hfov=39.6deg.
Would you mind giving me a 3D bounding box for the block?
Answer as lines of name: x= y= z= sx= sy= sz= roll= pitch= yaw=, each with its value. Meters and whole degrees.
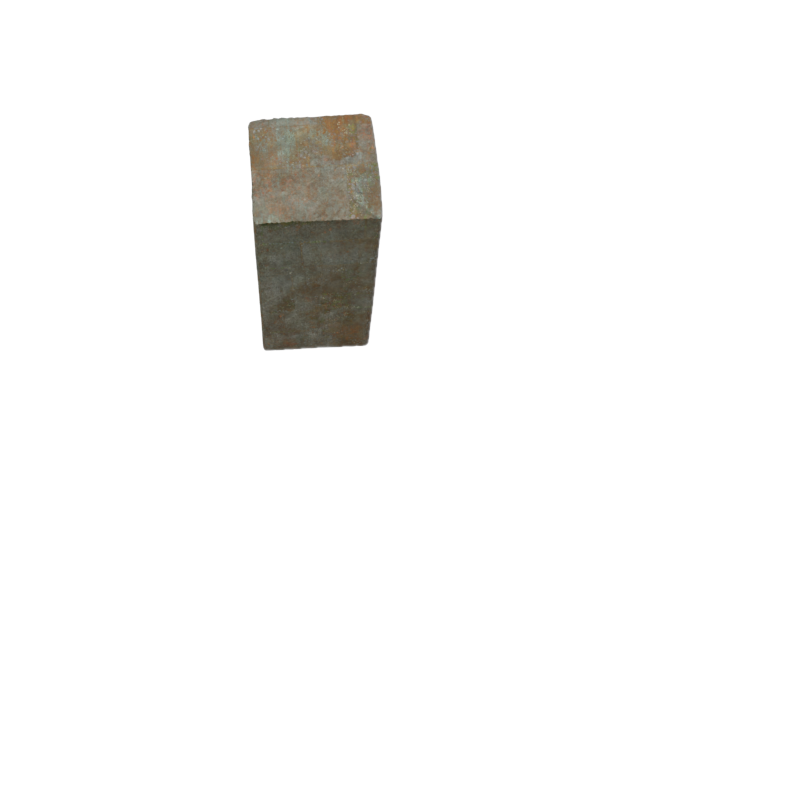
block: x=-0.067 y=-0.123 z=0.859 sx=0.090 sy=0.096 sz=0.195 roll=-3 pitch=-24 yaw=-5
